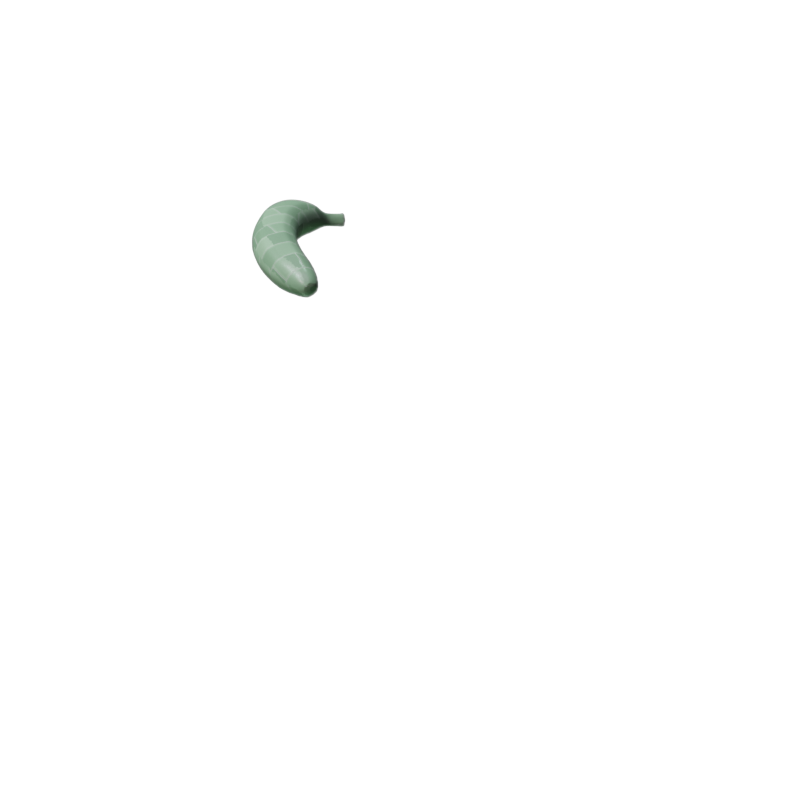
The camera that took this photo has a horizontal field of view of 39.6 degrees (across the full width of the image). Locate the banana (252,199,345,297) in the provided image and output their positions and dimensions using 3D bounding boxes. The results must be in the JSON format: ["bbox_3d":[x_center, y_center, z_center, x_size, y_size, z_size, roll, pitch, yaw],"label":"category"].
[{"bbox_3d":[-0.090,-0.135,0.928,0.070,0.035,0.206,2,26,4],"label":"banana"}]
